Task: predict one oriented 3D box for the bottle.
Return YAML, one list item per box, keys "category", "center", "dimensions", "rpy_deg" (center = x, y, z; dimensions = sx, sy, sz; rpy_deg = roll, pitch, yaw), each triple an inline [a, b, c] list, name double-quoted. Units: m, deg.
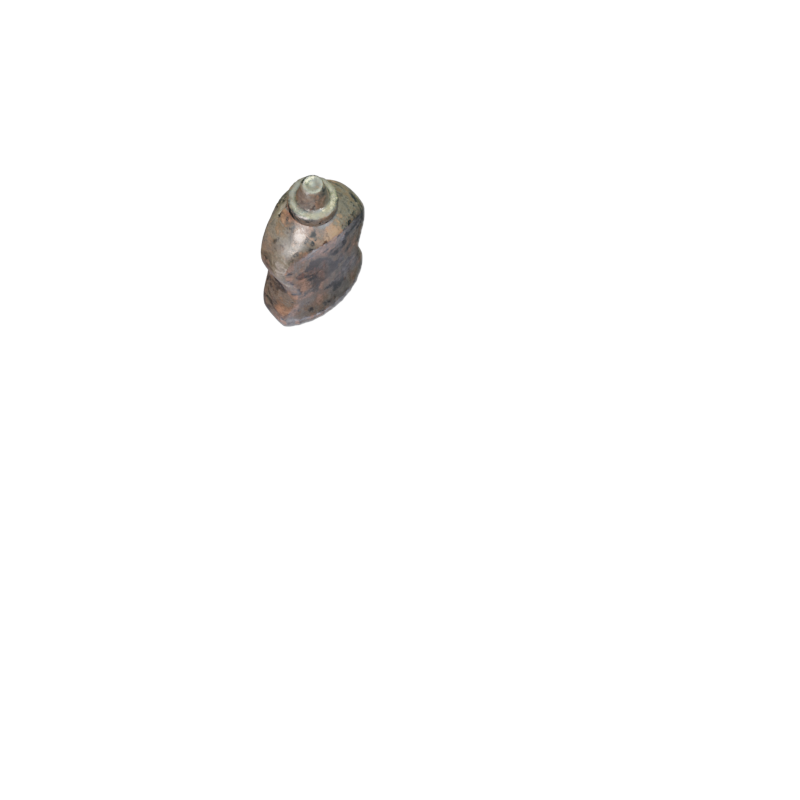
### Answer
- category: "bottle"
  center: [-0.074, -0.134, 0.935]
  dimensions: [0.096, 0.061, 0.182]
  rpy_deg: [-37, -14, -16]
